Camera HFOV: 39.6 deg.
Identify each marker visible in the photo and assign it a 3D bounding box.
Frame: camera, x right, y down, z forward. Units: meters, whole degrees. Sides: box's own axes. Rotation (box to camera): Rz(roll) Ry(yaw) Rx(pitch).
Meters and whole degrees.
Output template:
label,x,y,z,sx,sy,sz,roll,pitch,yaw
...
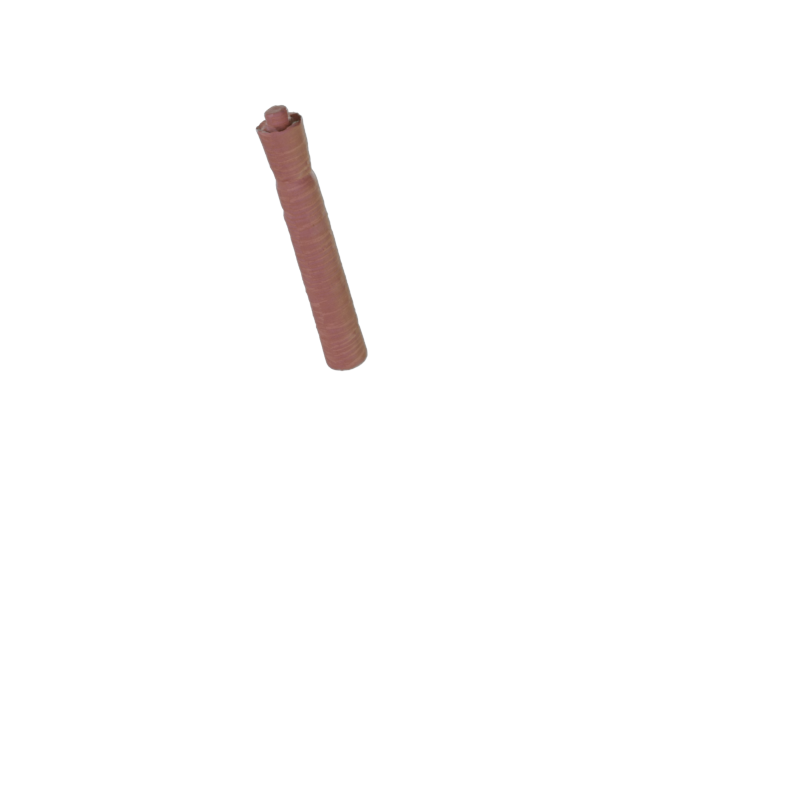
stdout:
label,x,y,z,sx,sy,sz,roll,pitch,yaw
marker,-0.036,-0.065,0.456,0.020,0.113,0.021,-12,31,6
